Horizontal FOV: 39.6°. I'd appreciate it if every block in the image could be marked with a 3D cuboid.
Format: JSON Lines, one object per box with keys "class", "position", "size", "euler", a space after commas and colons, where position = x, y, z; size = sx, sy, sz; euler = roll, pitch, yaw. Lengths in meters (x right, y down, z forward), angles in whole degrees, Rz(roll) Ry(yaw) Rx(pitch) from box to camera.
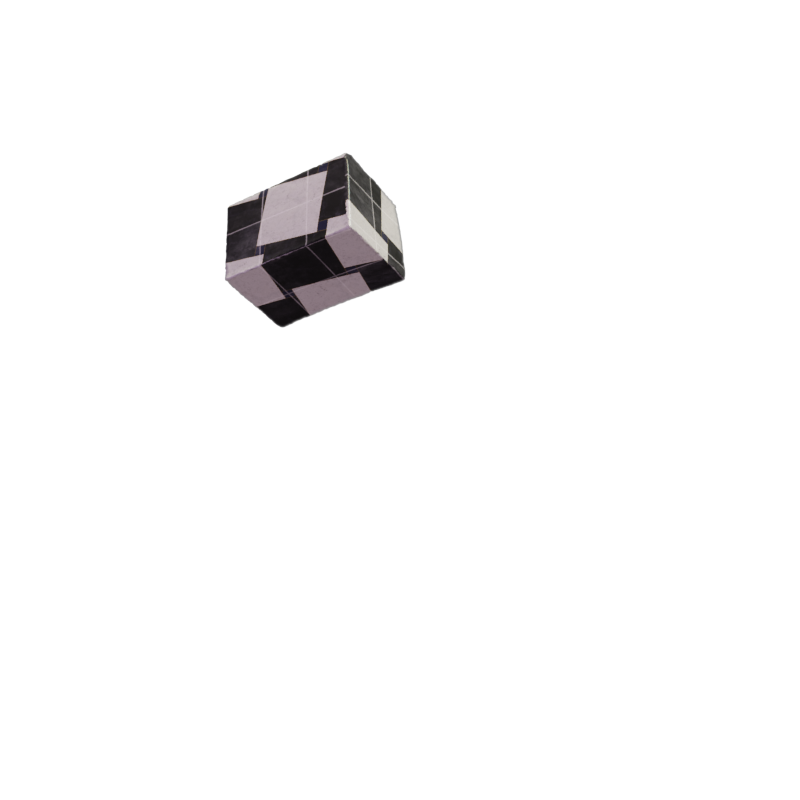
{"class": "block", "position": [-0.045, -0.081, 0.571], "size": [0.079, 0.055, 0.049], "euler": [-19, -39, 24]}
